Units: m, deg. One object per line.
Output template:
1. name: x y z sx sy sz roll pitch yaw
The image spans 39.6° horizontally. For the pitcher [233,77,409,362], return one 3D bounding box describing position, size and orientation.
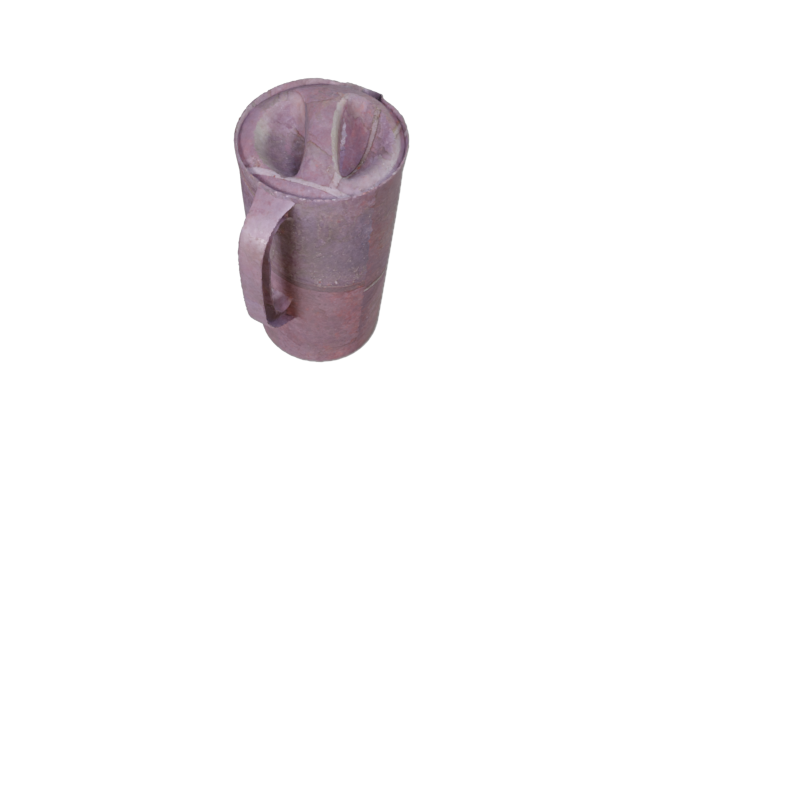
1. pitcher: -0.072 -0.132 0.922 0.148 0.156 0.227 -13 -34 -12
